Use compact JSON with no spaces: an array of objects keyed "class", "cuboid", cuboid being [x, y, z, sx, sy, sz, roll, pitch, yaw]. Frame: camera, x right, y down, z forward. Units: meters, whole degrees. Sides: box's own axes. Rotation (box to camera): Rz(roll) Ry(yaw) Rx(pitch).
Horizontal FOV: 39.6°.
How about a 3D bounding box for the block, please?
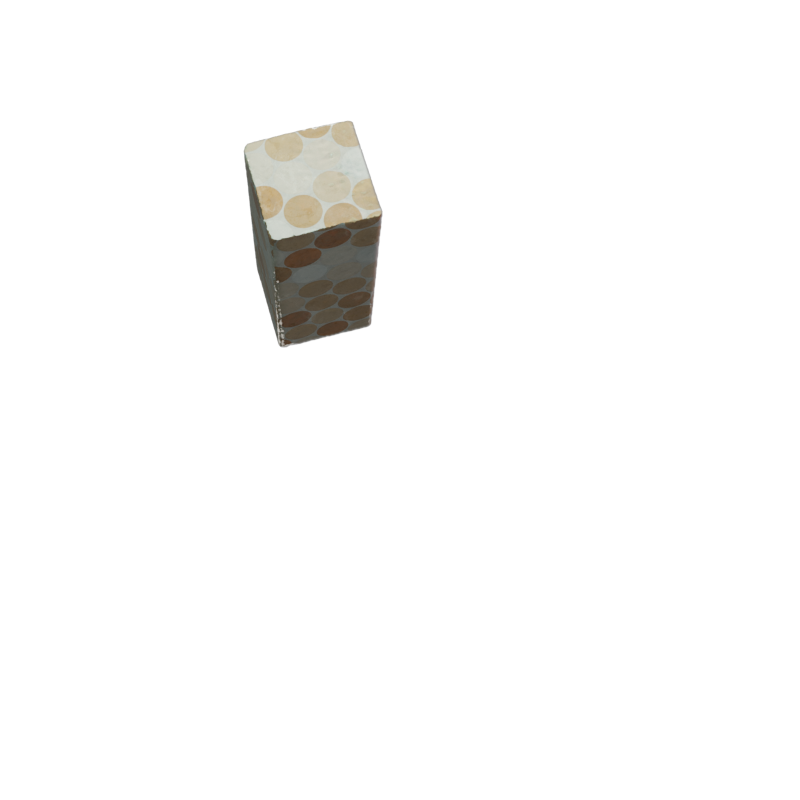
[{"class":"block","cuboid":[-0.074,-0.133,0.931,0.090,0.096,0.196,-14,-20,-9]}]
